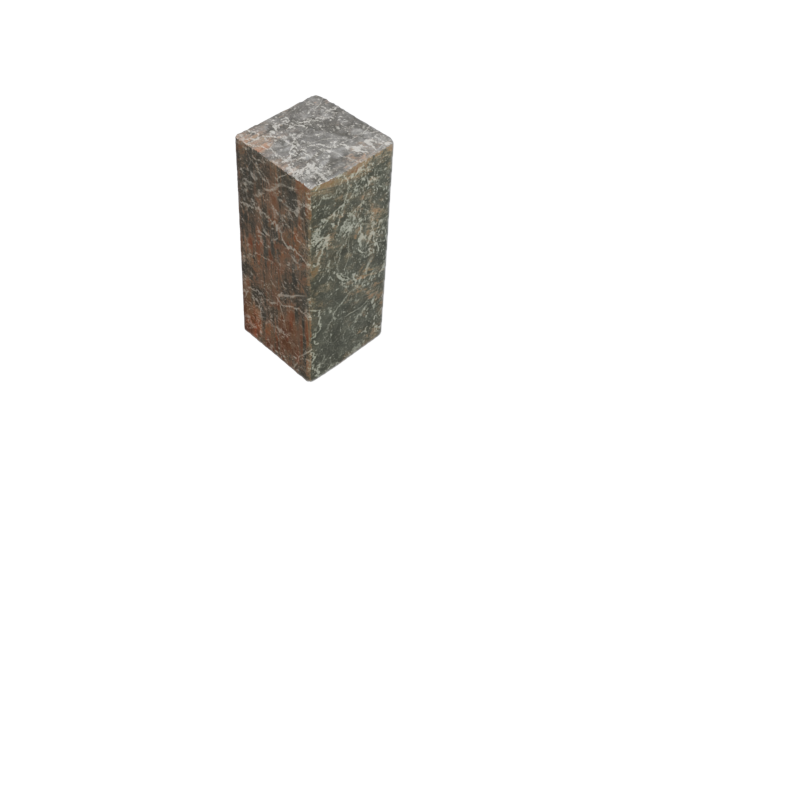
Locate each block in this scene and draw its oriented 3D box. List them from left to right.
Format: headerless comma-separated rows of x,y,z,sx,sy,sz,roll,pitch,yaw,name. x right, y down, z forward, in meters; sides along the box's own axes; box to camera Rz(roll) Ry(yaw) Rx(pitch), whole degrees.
-0.070,-0.129,0.906,0.090,0.192,0.097,-33,55,-32,block
